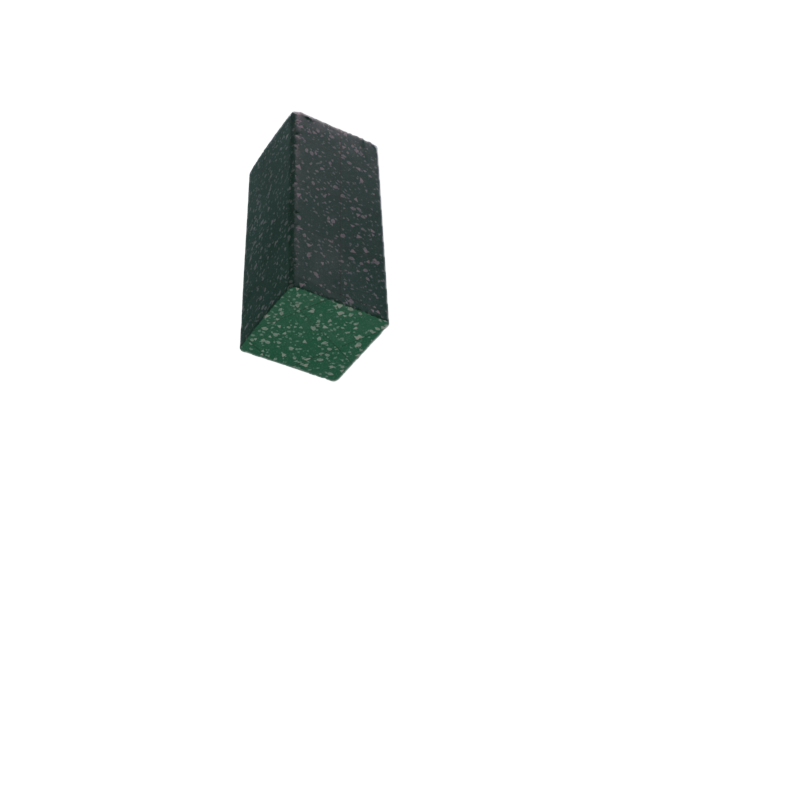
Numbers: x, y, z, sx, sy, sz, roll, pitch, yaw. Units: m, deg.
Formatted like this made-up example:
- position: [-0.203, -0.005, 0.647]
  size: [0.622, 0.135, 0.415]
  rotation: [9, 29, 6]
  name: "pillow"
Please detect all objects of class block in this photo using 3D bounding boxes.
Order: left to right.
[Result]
- position: [-0.073, -0.134, 0.935]
  size: [0.087, 0.221, 0.088]
  rotation: [20, -45, -25]
  name: "block"
